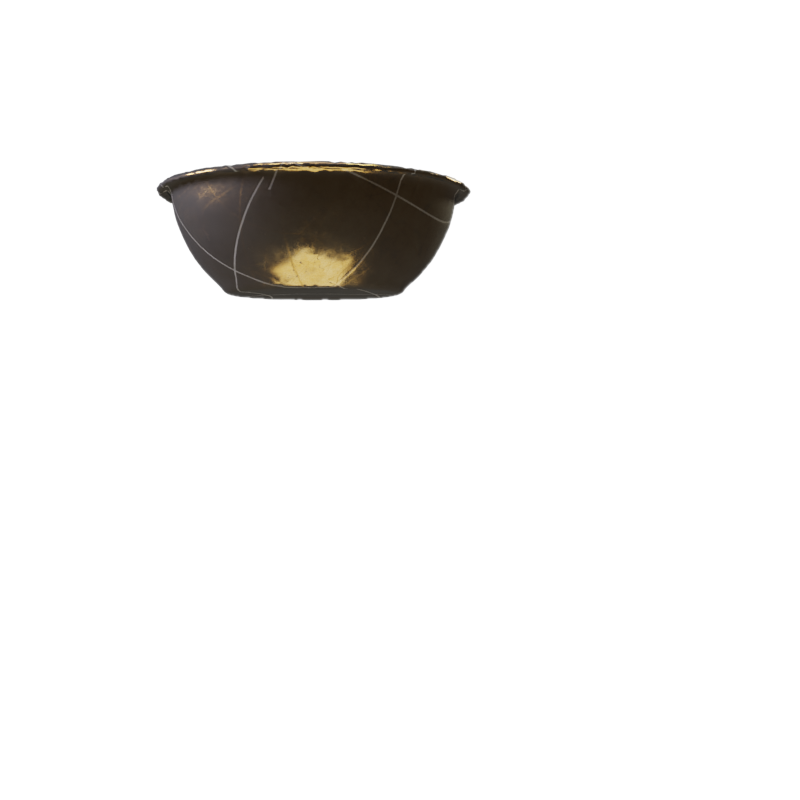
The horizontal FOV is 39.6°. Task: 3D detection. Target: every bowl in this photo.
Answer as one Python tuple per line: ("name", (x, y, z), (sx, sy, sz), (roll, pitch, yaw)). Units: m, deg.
("bowl", (-0.045, -0.082, 0.575), (0.162, 0.056, 0.161), (0, 0, -2))
